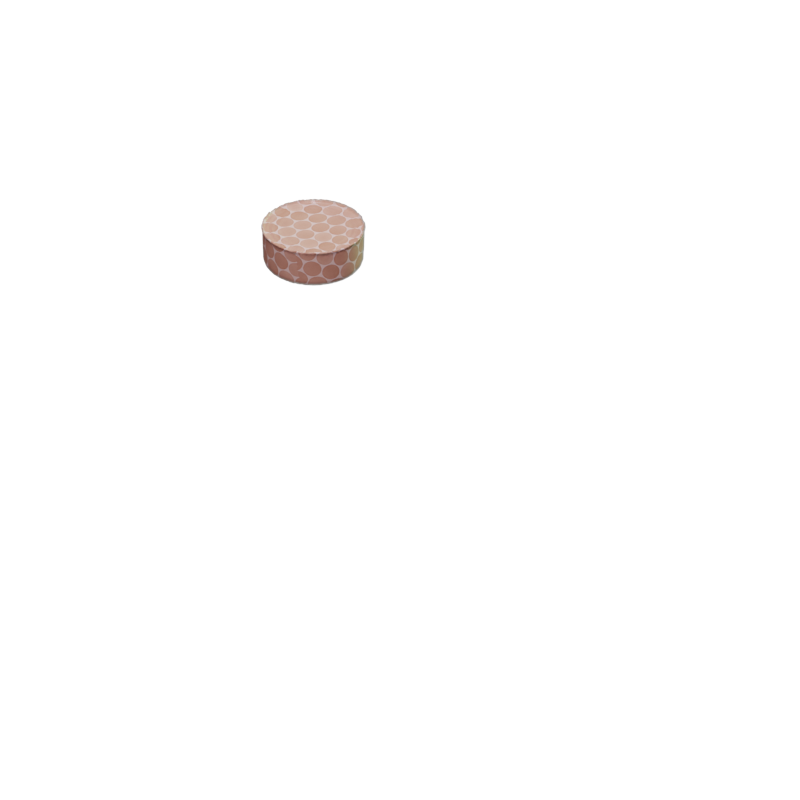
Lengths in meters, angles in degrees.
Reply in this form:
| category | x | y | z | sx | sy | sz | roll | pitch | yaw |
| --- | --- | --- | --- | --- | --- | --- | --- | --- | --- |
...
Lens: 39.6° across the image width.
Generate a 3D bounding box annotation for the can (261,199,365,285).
| category | x | y | z | sx | sy | sz | roll | pitch | yaw |
| --- | --- | --- | --- | --- | --- | --- | --- | --- | --- |
| can | -0.072 | -0.132 | 0.923 | 0.086 | 0.031 | 0.092 | -1 | 37 | -2 |
